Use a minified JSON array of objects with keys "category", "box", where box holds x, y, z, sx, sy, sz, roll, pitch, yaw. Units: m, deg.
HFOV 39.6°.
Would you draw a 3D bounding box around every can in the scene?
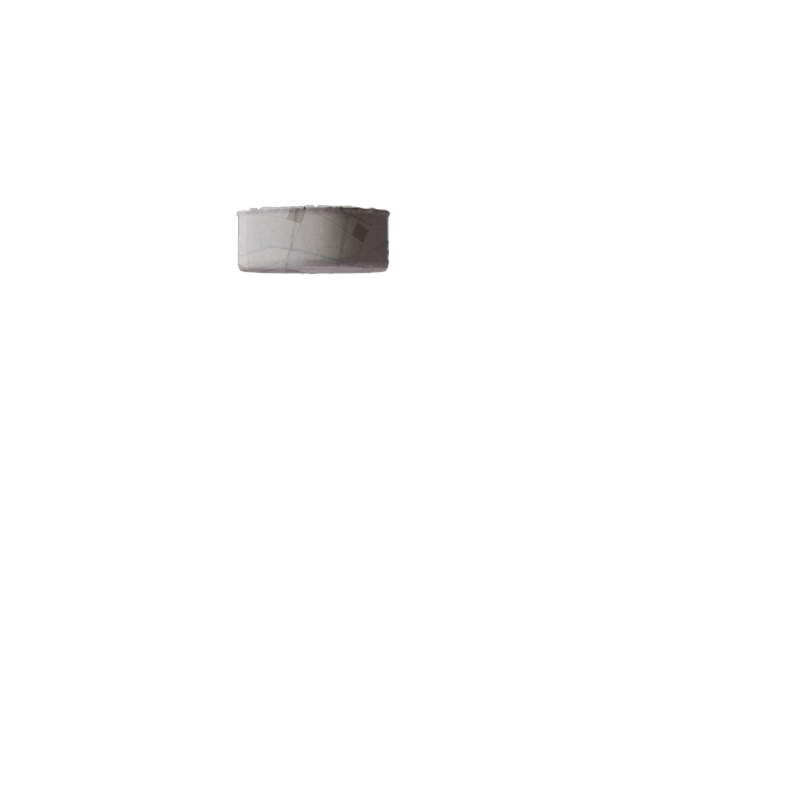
[{"category":"can","box":[-0.048,-0.088,0.619,0.086,0.034,0.086,0,4,-2]}]
